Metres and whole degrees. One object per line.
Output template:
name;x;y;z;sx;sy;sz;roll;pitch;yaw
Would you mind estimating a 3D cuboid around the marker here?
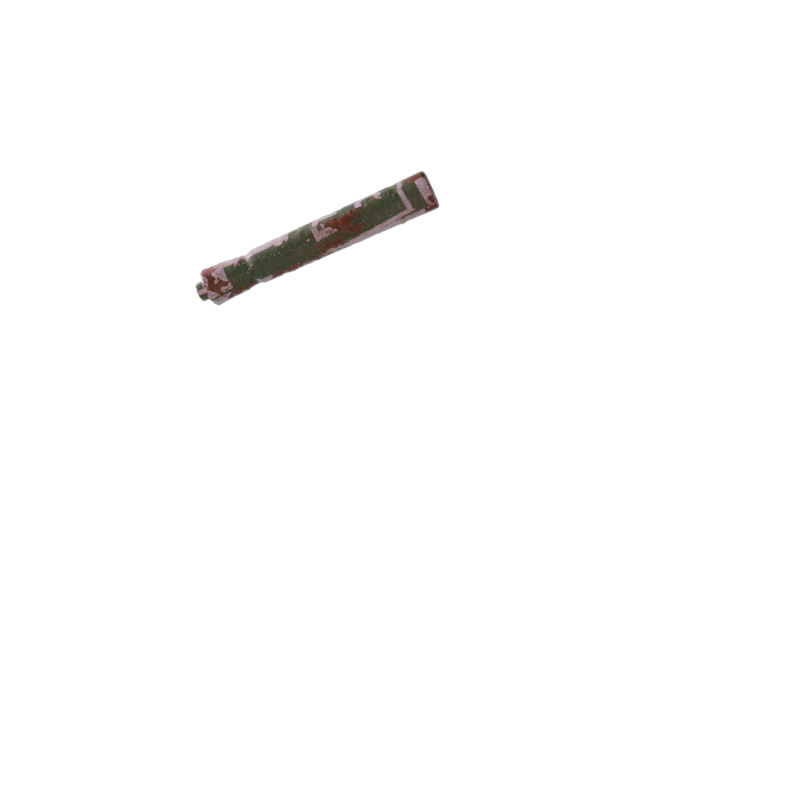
marker;-0.041;-0.074;0.519;0.121;0.020;0.020;-23;0;10
